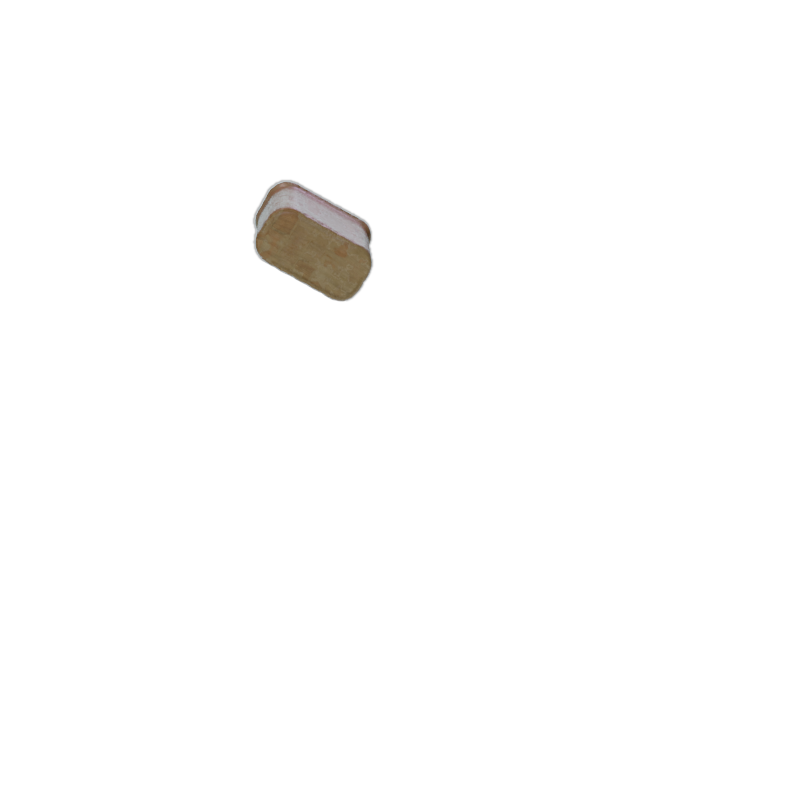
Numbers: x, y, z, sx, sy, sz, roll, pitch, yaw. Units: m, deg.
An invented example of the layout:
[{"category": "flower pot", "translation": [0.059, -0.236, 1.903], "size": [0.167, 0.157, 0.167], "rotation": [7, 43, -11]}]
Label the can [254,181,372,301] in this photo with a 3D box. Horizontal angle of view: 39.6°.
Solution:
[{"category": "can", "translation": [-0.074, -0.134, 0.938], "size": [0.100, 0.056, 0.088], "rotation": [28, 17, -11]}]
